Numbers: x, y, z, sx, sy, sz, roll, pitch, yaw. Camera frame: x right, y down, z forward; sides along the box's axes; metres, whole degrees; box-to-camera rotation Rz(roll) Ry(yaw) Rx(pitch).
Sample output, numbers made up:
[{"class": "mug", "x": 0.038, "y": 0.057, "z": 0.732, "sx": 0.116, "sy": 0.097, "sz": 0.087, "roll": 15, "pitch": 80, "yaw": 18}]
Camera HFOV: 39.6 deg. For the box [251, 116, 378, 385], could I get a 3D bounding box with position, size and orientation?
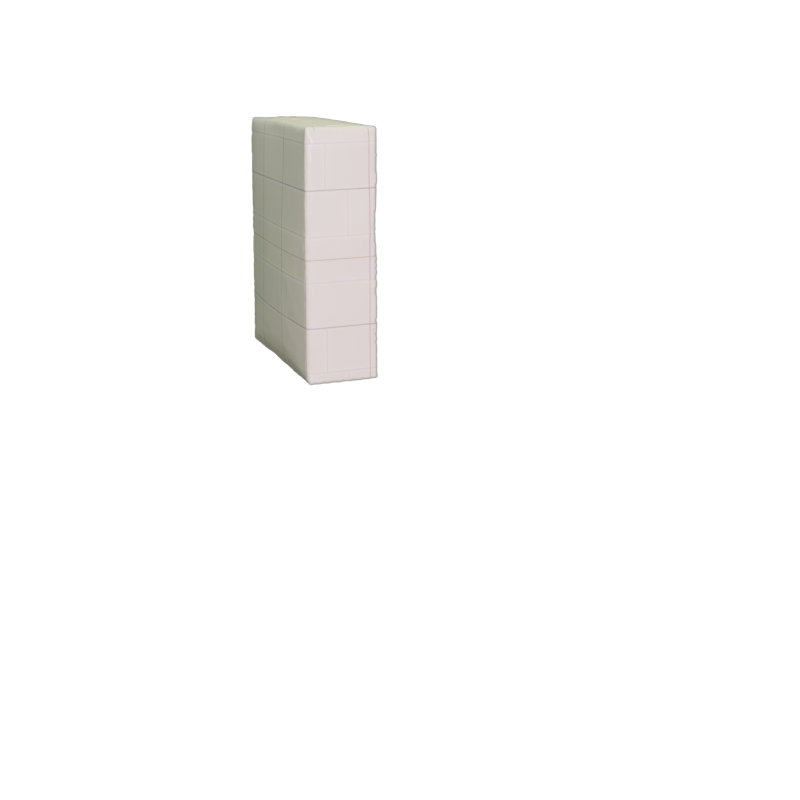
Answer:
[{"class": "box", "x": -0.076, "y": -0.139, "z": 0.977, "sx": 0.070, "sy": 0.208, "sz": 0.173, "roll": -4, "pitch": 13, "yaw": -22}]
